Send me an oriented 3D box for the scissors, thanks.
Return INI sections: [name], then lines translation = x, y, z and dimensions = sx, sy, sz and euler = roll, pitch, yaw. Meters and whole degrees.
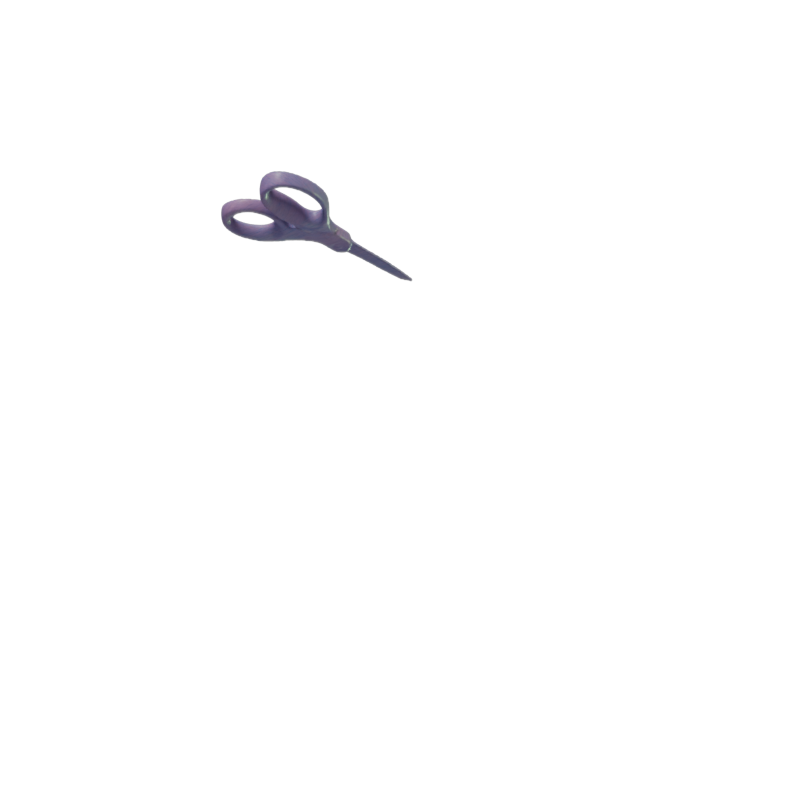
[scissors]
translation = -0.071, -0.130, 0.911
dimensions = 0.098, 0.017, 0.187
euler = -10, -25, 22
